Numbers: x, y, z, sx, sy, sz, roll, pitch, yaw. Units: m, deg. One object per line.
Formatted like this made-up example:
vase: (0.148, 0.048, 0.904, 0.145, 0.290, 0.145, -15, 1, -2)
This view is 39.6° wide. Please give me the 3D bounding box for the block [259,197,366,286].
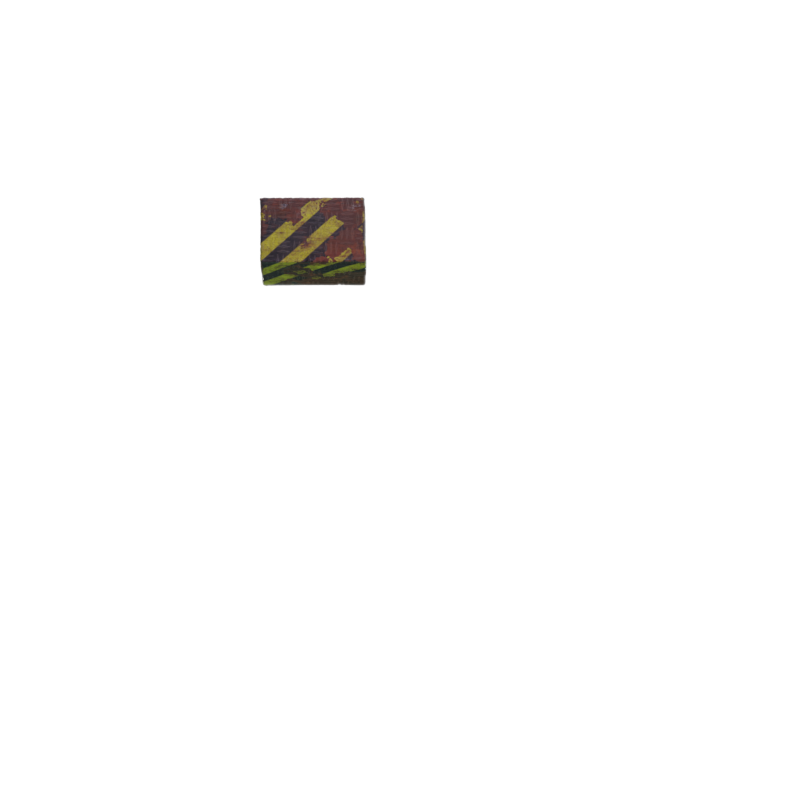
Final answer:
block: (-0.064, -0.116, 0.811, 0.078, 0.054, 0.051, 0, -17, -2)
